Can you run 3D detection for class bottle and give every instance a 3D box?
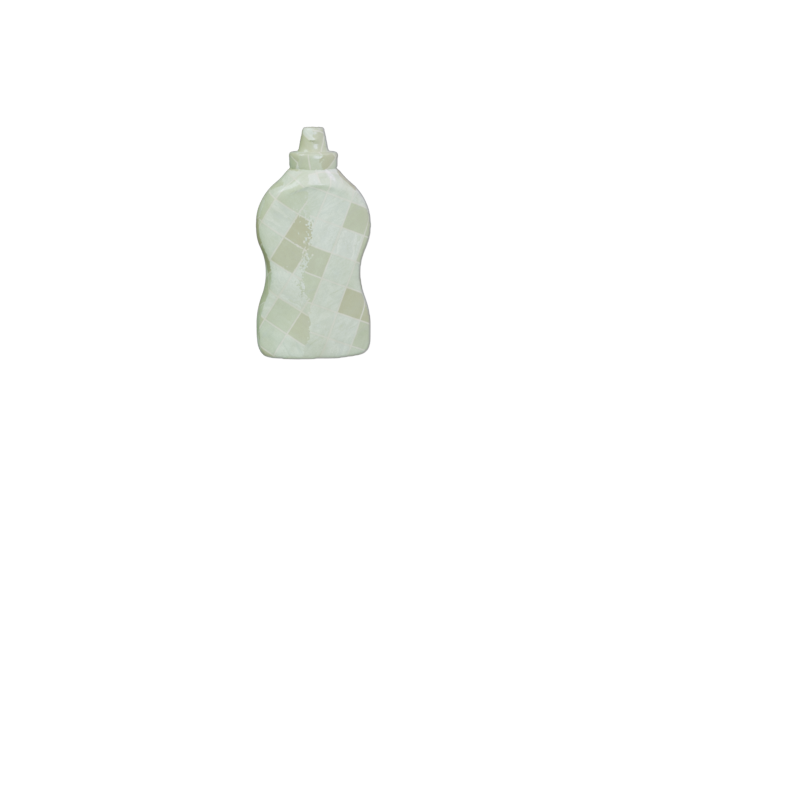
[{"bbox_3d":[-0.073,-0.133,0.931,0.095,0.187,0.060,-1,9,-7],"label":"bottle"}]
